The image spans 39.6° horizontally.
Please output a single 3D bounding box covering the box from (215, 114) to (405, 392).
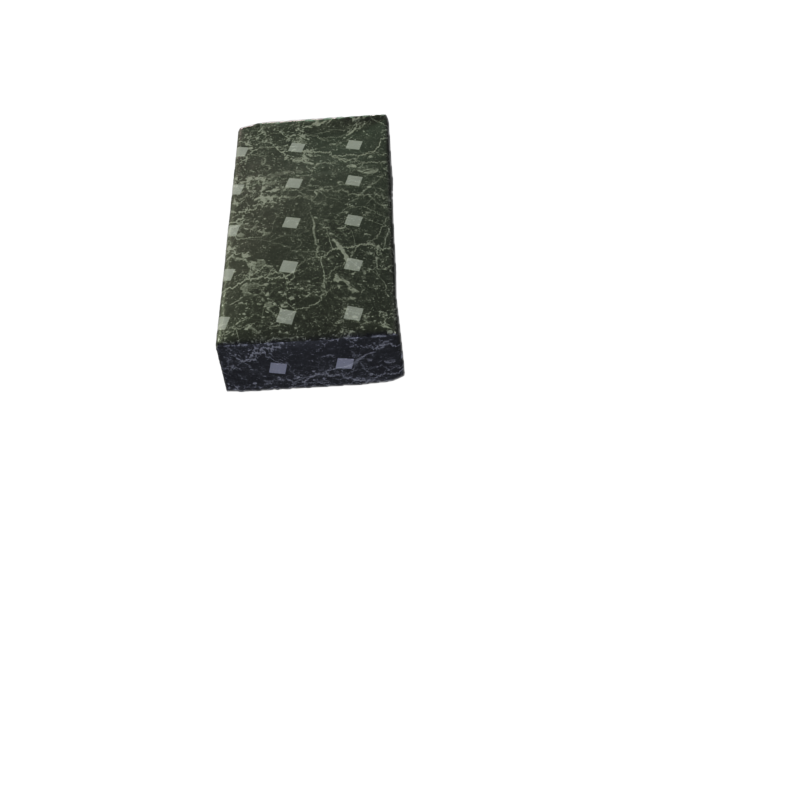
[{"bbox_3d":[-0.048,-0.088,0.614,0.094,0.189,0.044,-5,-40,2],"label":"box"}]
